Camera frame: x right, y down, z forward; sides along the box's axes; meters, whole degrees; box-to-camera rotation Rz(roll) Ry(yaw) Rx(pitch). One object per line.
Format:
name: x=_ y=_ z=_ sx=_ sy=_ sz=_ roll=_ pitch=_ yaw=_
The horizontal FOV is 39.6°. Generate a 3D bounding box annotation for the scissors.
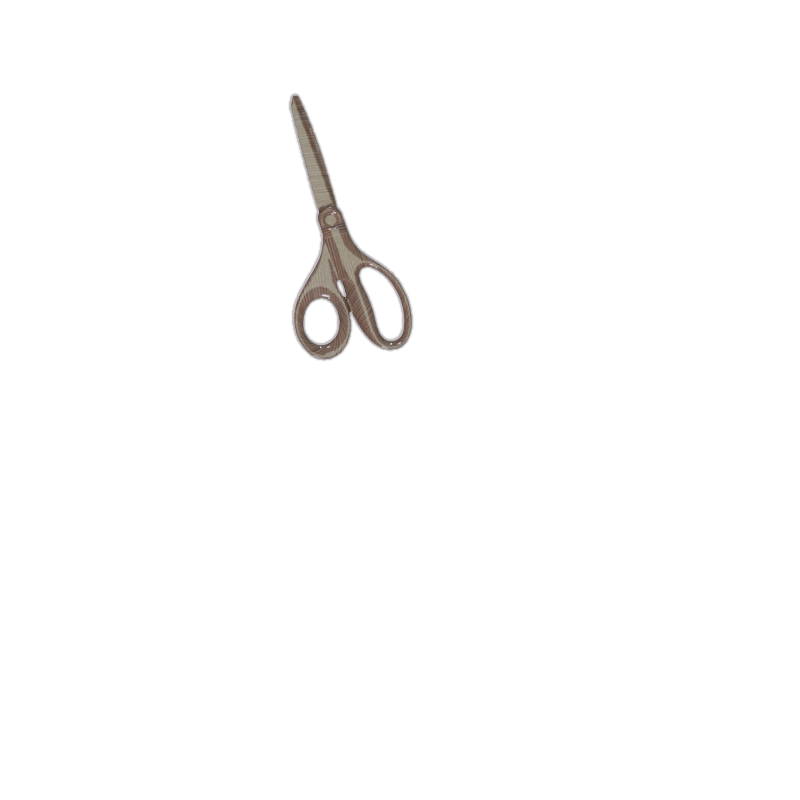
scissors: x=-0.065 y=-0.118 z=0.827 sx=0.096 sy=0.202 sz=0.016 roll=-32 pitch=-1 yaw=-1
